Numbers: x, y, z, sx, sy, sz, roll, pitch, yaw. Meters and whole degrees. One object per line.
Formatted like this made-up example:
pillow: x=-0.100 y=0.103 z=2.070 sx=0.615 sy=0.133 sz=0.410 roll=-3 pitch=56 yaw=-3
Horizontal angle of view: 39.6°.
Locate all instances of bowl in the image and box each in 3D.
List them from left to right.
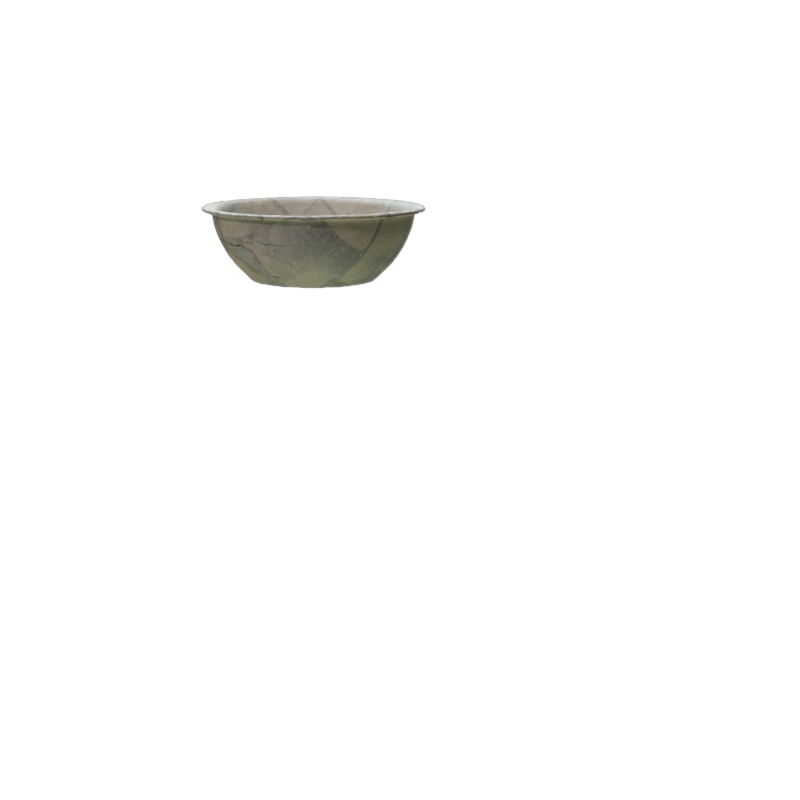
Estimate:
bowl: x=-0.063 y=-0.115 z=0.806 sx=0.162 sy=0.054 sz=0.166 roll=0 pitch=14 yaw=-2
